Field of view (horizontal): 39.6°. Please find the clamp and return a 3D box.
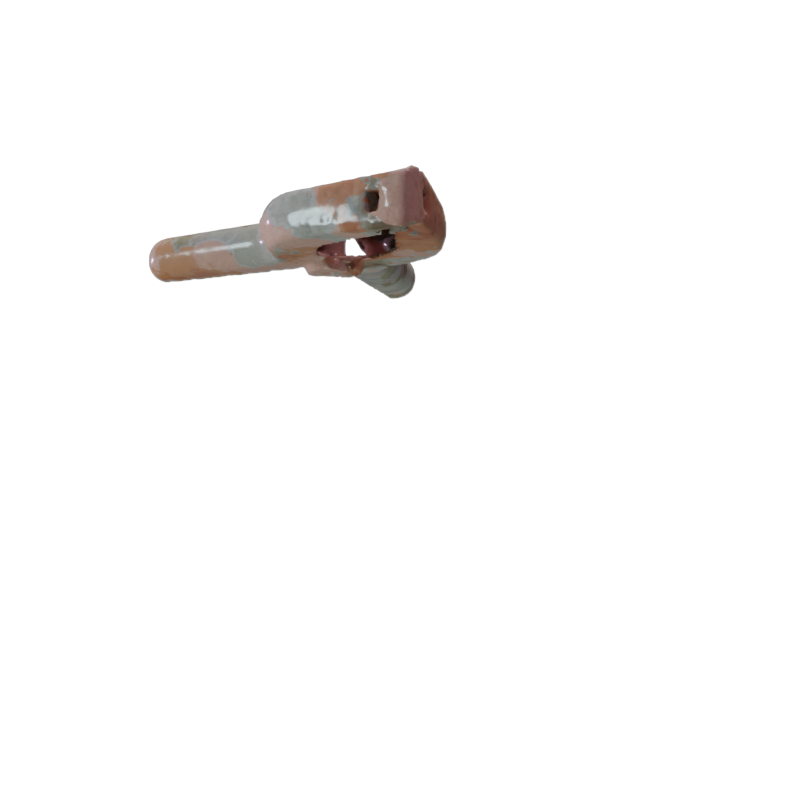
[{"bbox_3d":[-0.046,-0.084,0.588,0.162,0.037,0.210,1,-4,-14],"label":"clamp"}]
